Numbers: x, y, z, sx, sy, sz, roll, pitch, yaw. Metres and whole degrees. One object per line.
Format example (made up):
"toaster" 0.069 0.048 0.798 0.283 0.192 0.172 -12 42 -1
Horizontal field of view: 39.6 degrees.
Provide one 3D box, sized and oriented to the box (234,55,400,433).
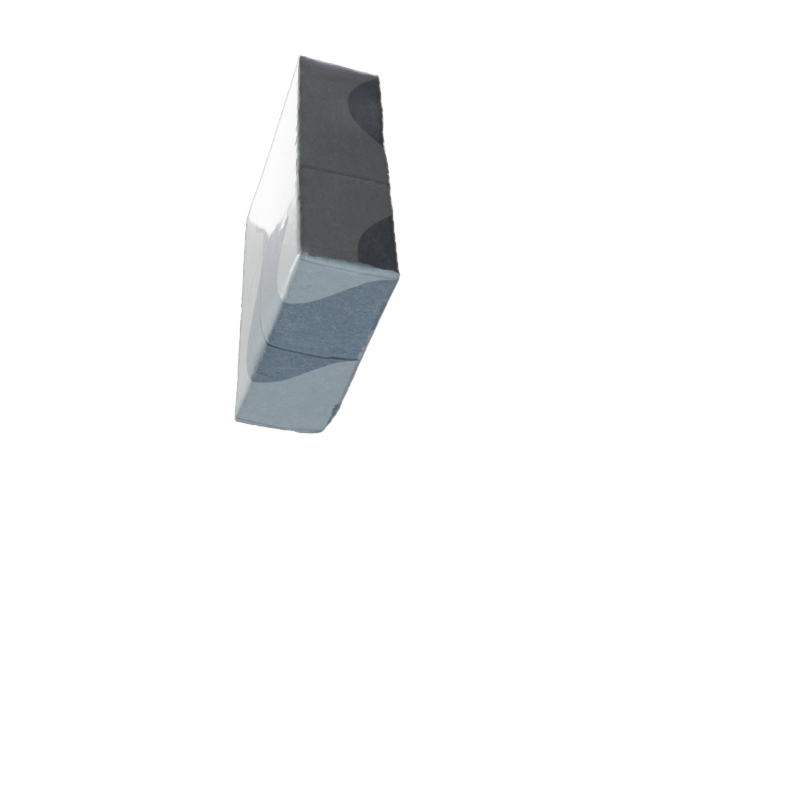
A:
"box" -0.061 -0.111 0.775 0.070 0.230 0.156 12 -46 -16
